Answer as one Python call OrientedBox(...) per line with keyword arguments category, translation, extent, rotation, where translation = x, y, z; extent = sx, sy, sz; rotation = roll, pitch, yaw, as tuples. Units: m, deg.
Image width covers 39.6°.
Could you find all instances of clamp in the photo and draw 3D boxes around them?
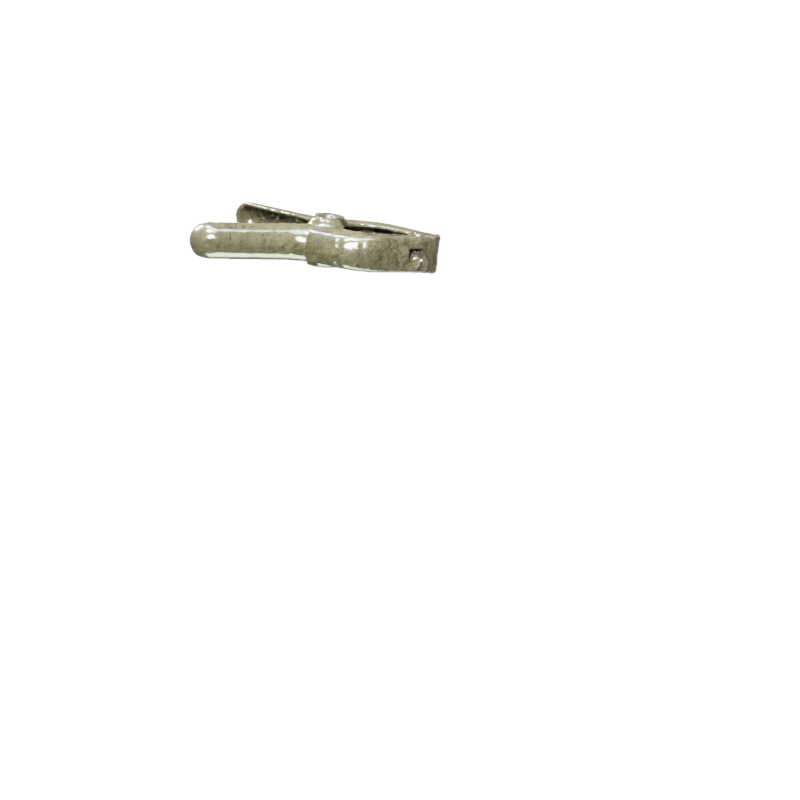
OrientedBox(category="clamp", translation=(-0.062, -0.113, 0.788), extent=(0.177, 0.037, 0.122), rotation=(9, 24, 19))
